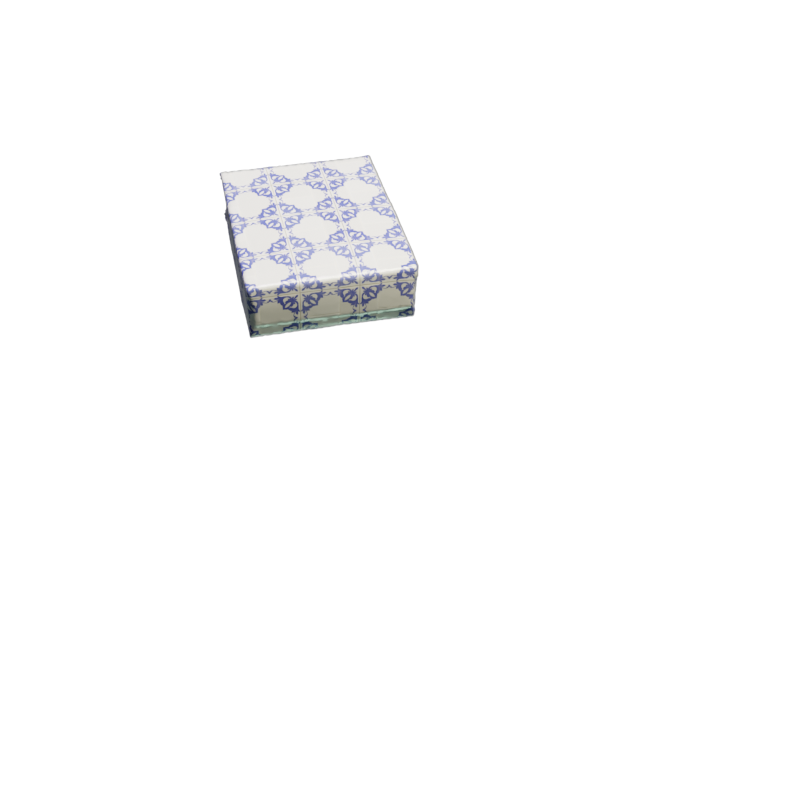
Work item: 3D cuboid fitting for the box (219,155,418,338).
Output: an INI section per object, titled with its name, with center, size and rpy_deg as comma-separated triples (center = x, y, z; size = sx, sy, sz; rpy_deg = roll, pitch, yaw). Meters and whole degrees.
[box]
center = -0.048, -0.087, 0.609
size = 0.089, 0.036, 0.123
rpy_deg = -8, 40, -10
